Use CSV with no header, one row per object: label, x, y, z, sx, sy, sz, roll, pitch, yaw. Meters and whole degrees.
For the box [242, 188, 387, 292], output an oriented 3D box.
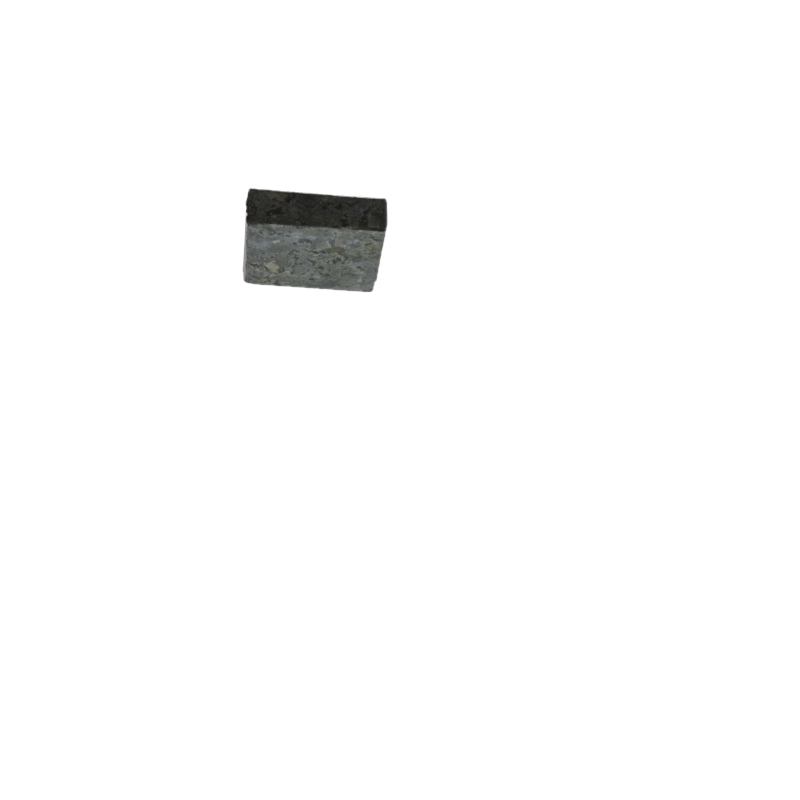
box,-0.071,-0.129,0.903,0.113,0.041,0.085,3,-31,-5
